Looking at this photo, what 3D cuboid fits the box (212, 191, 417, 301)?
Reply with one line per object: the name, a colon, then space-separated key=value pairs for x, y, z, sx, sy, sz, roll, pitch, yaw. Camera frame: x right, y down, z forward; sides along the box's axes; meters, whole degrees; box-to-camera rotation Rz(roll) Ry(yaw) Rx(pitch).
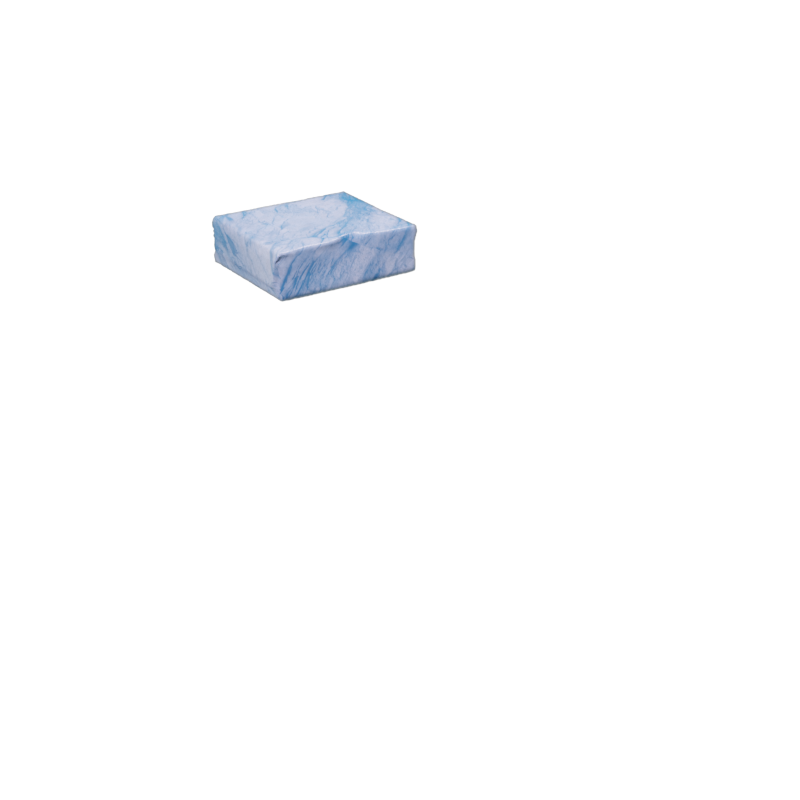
box: x=-0.047 y=-0.086 z=0.605 sx=0.088 sy=0.029 sz=0.078 roll=-16 pitch=30 yaw=-30
